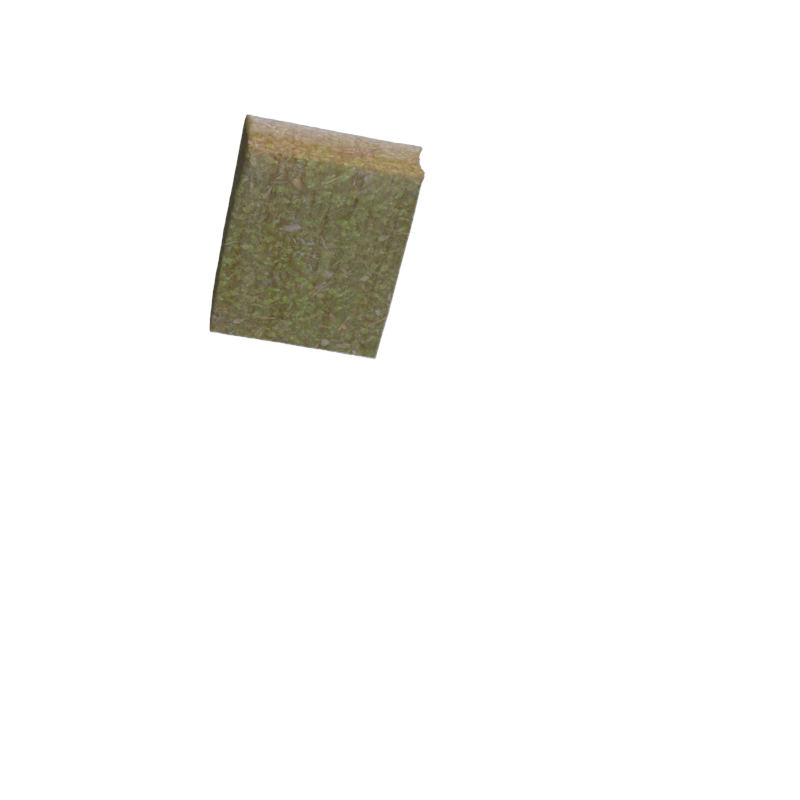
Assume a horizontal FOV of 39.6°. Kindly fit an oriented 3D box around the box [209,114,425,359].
[{"bbox_3d":[-0.044,-0.080,0.558,0.089,0.107,0.042,10,35,-8],"label":"box"}]
